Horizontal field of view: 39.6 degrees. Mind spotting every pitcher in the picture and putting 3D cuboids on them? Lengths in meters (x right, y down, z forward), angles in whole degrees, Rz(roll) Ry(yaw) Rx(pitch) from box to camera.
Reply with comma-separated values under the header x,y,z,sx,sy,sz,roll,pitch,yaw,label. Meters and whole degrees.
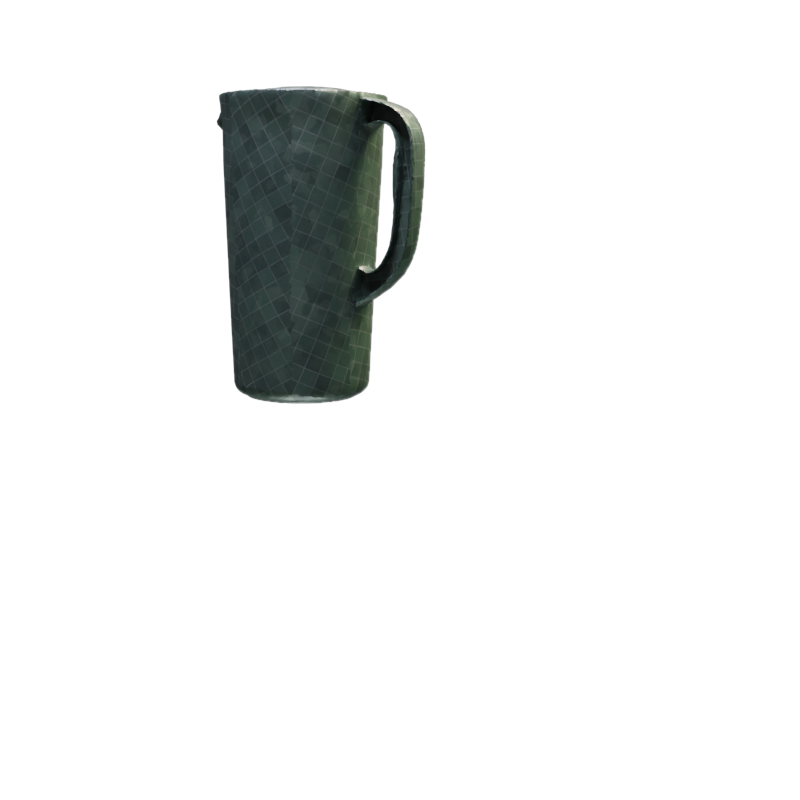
x,y,z,sx,sy,sz,roll,pitch,yaw,label
-0.068,-0.124,0.871,0.143,0.241,0.153,-1,5,-14,pitcher
